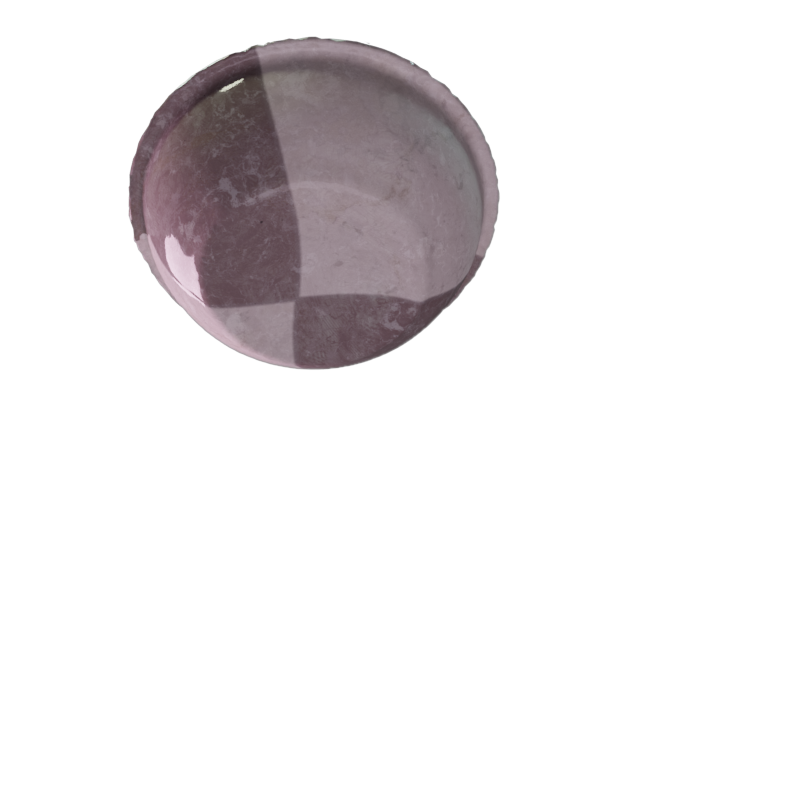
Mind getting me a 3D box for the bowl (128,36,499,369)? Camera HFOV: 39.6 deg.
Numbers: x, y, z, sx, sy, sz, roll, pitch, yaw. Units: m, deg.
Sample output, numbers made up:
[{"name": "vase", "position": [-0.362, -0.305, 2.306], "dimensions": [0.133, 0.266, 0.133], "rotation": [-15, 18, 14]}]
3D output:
[{"name": "bowl", "position": [-0.036, -0.066, 0.463], "dimensions": [0.162, 0.152, 0.059], "rotation": [1, 36, -1]}]
